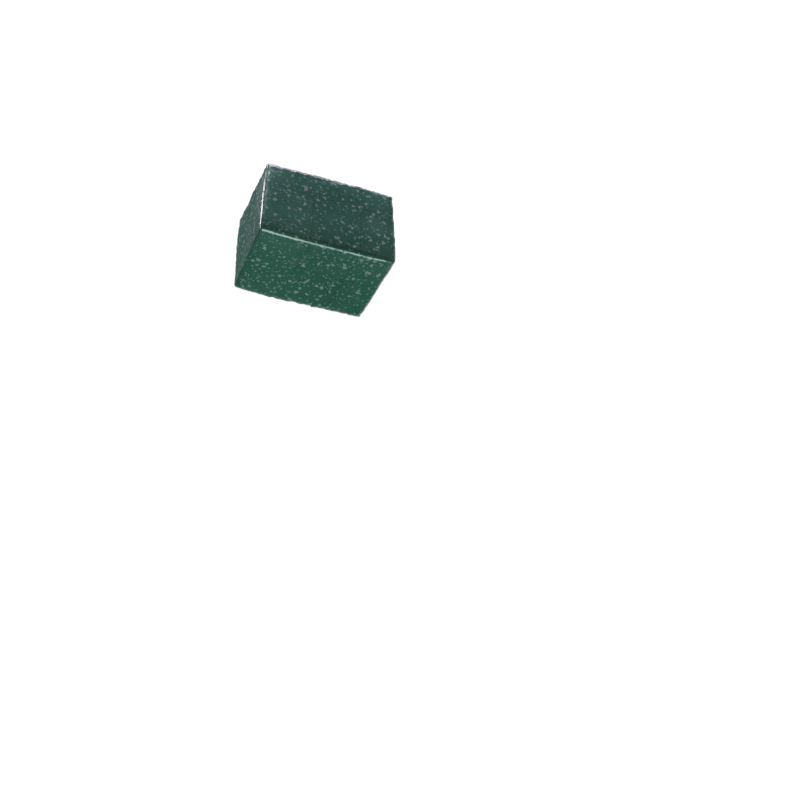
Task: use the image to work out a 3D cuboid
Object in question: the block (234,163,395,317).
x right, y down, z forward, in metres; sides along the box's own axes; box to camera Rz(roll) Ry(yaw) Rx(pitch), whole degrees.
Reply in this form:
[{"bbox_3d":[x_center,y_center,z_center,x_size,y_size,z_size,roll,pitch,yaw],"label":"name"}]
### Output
[{"bbox_3d":[-0.048,-0.088,0.618,0.076,0.055,0.051,13,-41,-17],"label":"block"}]
